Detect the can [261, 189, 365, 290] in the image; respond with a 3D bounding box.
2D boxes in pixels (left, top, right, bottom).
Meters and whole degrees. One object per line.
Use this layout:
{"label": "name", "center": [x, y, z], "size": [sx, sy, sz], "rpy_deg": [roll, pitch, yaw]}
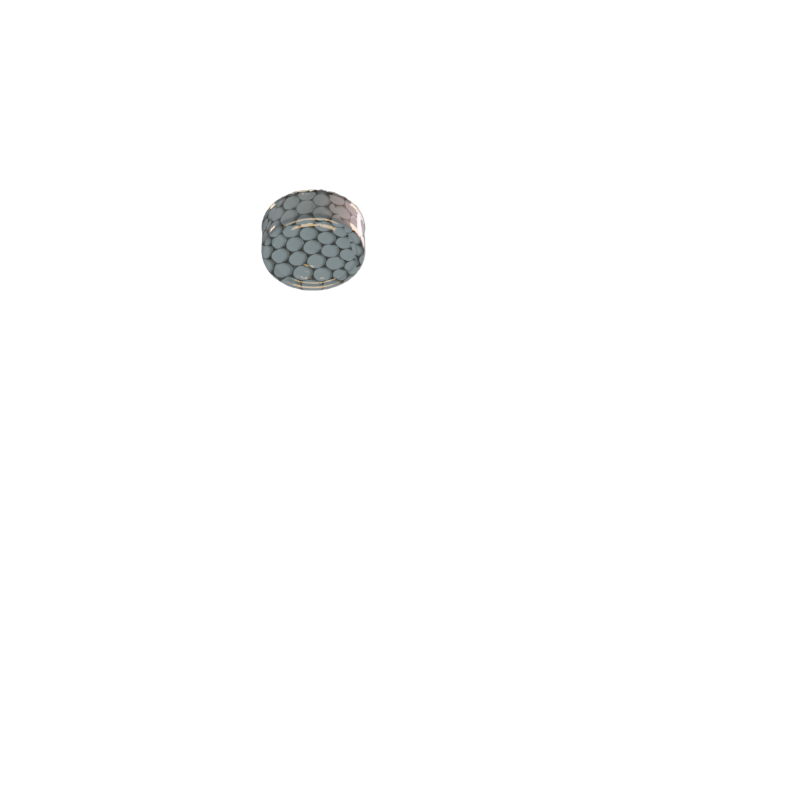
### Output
{"label": "can", "center": [-0.071, -0.129, 0.904], "size": [0.086, 0.036, 0.080], "rpy_deg": [1, -42, -1]}
